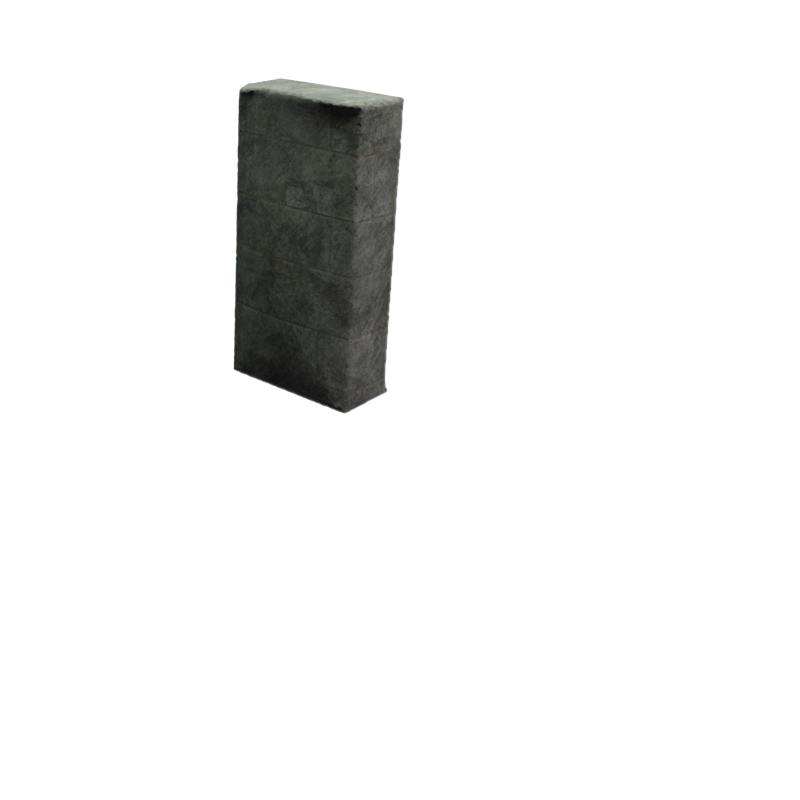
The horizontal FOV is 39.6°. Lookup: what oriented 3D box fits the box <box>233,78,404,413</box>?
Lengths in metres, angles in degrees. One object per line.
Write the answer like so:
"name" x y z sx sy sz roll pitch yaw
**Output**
"box" -0.050 -0.091 0.637 0.099 0.169 0.047 17 24 36
